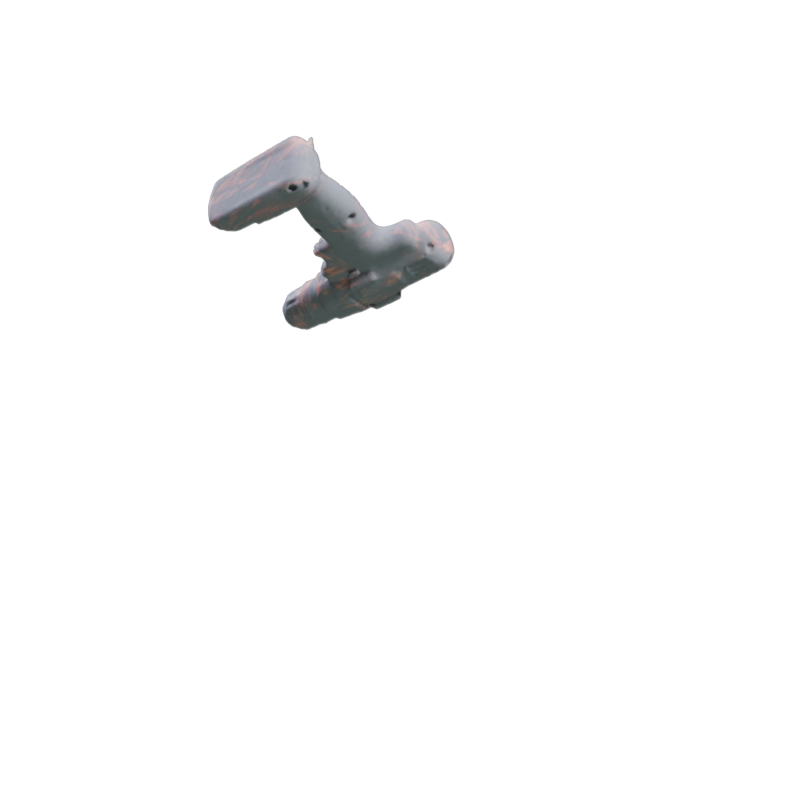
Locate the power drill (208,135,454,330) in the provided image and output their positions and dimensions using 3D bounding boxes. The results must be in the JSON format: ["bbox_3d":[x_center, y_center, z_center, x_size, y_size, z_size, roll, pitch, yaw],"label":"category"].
[{"bbox_3d":[-0.075,-0.137,0.960,0.185,0.061,0.175,-25,-41,32],"label":"power drill"}]
